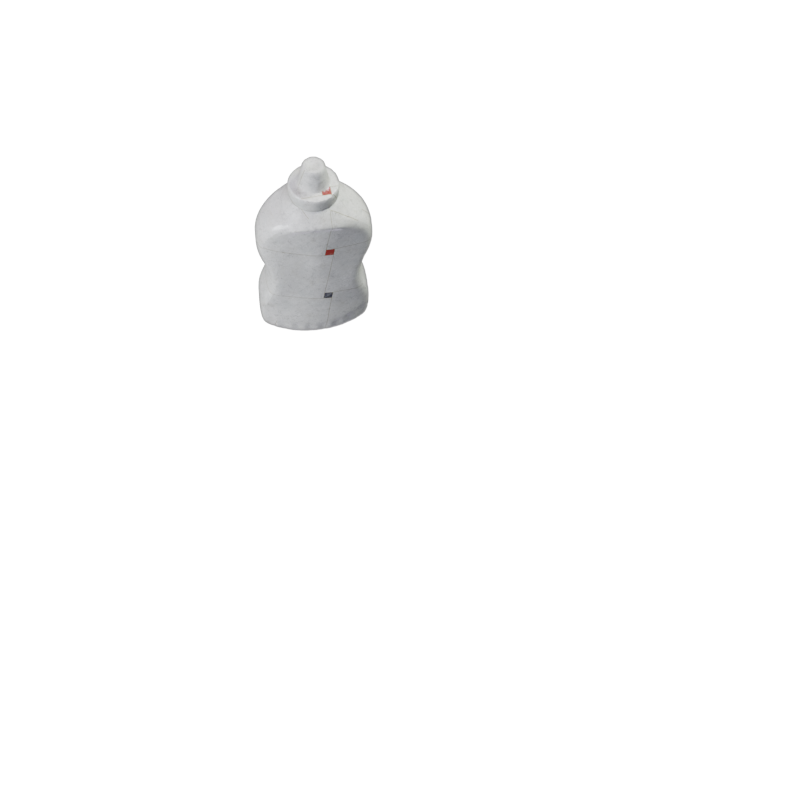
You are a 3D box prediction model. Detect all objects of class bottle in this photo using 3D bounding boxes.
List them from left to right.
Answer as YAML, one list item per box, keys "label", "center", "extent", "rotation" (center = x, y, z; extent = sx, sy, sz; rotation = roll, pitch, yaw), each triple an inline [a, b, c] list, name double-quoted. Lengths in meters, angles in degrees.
- label: "bottle"
  center: [-0.072, -0.132, 0.922]
  extent: [0.095, 0.063, 0.179]
  rotation: [-4, -32, -6]
